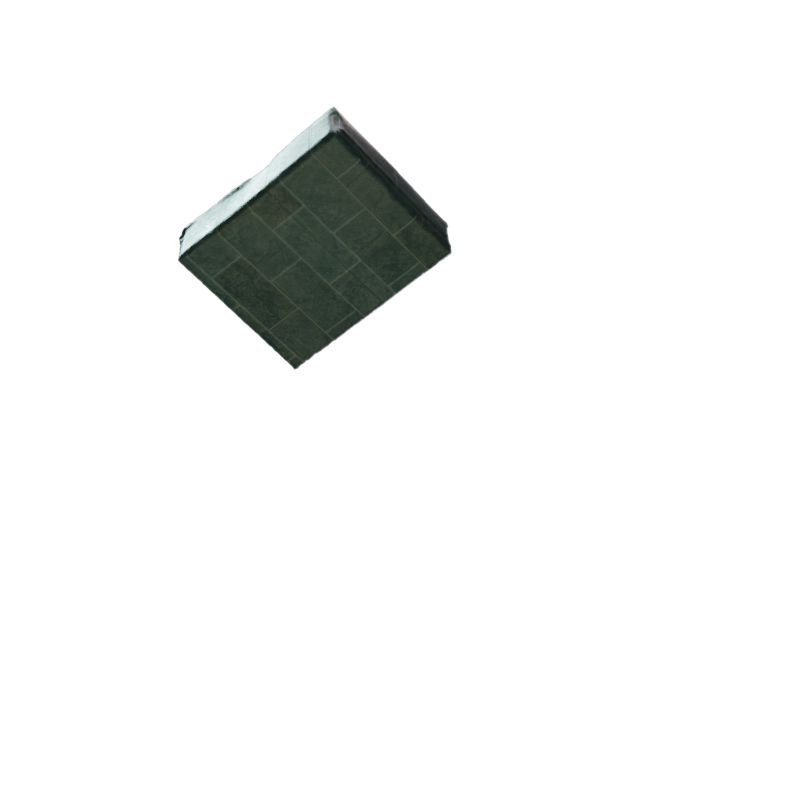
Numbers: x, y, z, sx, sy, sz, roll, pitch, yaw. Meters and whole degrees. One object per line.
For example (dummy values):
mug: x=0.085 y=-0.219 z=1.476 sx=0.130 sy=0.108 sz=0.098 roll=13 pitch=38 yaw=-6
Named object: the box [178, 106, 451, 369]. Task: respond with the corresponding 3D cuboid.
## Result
box: x=-0.036 y=-0.065 z=0.459 sx=0.089 sy=0.069 sz=0.032 roll=-36 pitch=26 yaw=20
